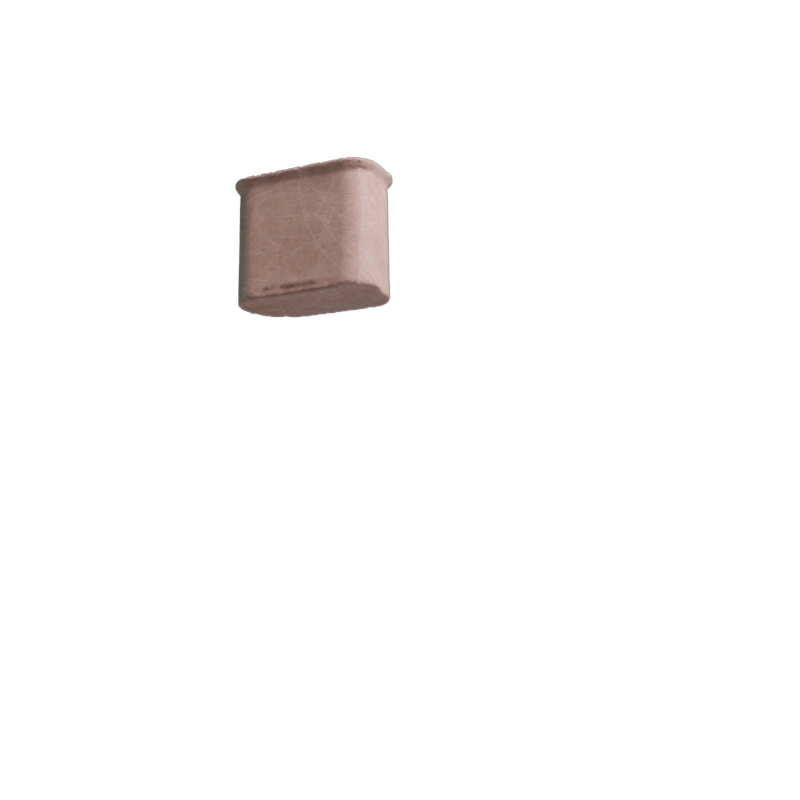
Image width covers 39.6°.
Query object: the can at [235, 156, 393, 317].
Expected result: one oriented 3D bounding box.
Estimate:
[{"bbox_3d":[-0.056,-0.102,0.714,0.104,0.087,0.054,-7,-18,24],"label":"can"}]
